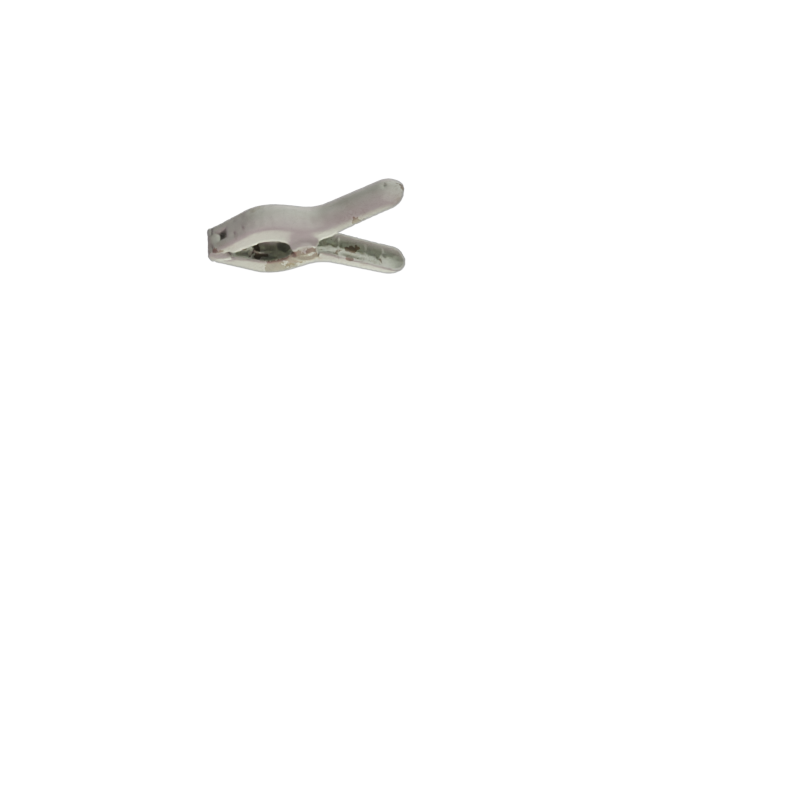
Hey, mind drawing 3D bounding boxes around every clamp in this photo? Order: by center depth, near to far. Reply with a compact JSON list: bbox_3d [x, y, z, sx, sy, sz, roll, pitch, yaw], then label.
[{"bbox_3d":[-0.073,-0.133,0.933,0.173,0.042,0.111,-7,-34,10],"label":"clamp"}]
